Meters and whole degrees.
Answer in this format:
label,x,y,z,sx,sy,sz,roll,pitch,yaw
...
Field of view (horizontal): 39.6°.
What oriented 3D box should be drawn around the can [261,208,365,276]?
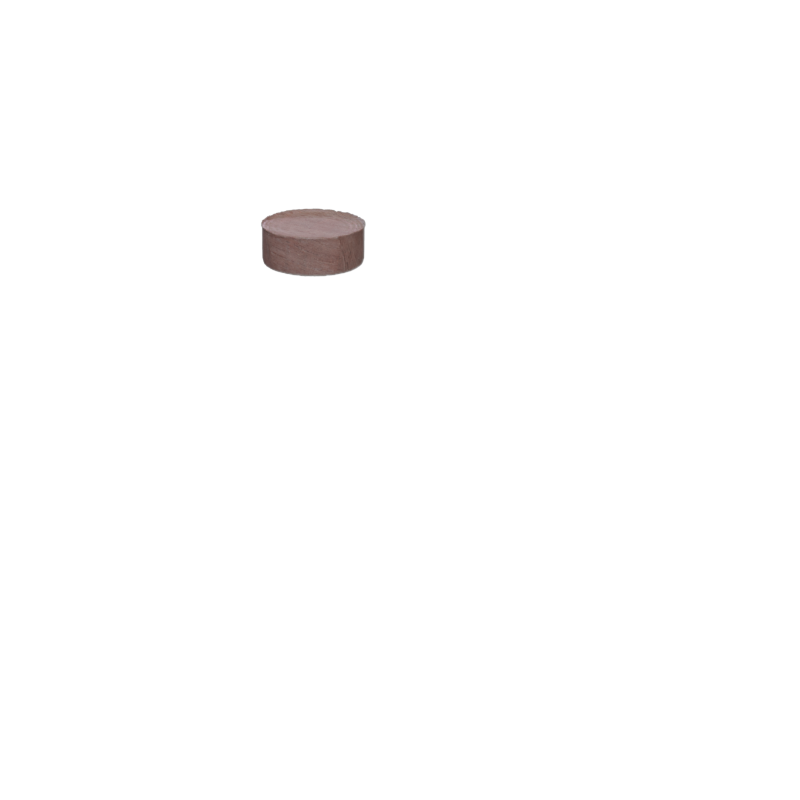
label,x,y,z,sx,sy,sz,roll,pitch,yaw
can,-0.071,-0.130,0.910,0.086,0.032,0.090,-1,24,-2
